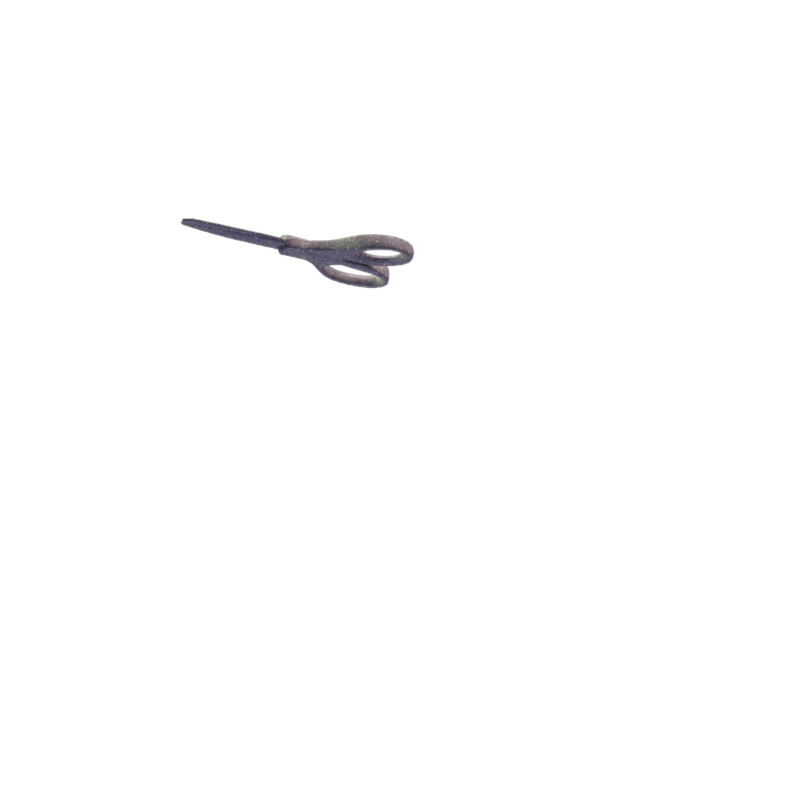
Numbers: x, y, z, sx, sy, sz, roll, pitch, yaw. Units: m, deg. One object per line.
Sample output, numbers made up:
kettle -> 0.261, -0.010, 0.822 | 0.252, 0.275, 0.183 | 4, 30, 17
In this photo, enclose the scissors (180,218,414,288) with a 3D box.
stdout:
scissors -> -0.071, -0.130, 0.907 | 0.097, 0.017, 0.190 | -17, -24, 42
